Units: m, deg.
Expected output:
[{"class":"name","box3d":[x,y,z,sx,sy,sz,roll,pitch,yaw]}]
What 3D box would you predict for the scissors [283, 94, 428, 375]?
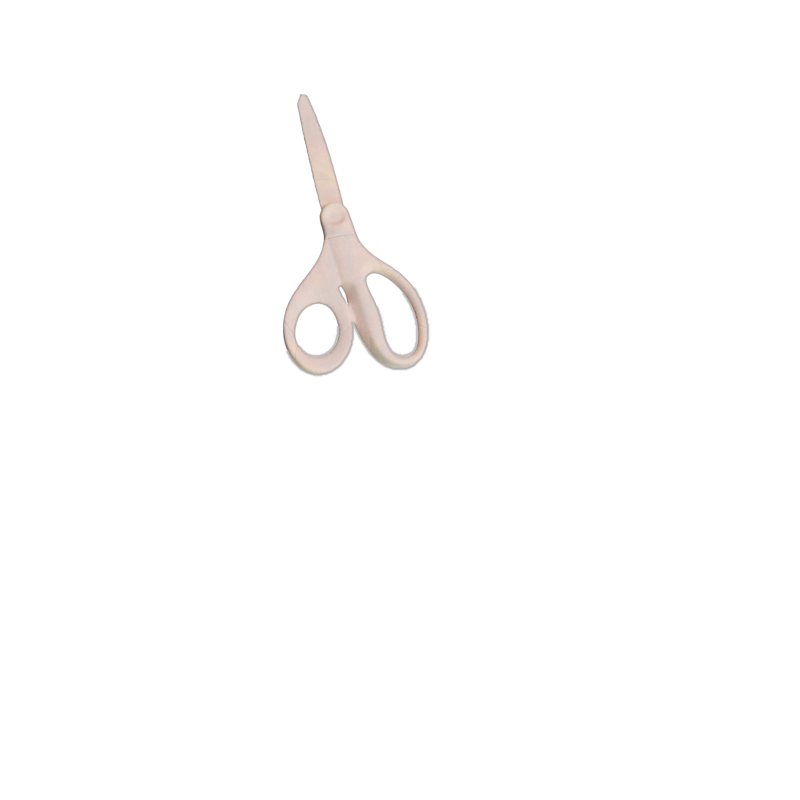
[{"class":"scissors","box3d":[-0.055,-0.100,0.700,0.096,0.213,0.015,-26,-22,-11]}]
